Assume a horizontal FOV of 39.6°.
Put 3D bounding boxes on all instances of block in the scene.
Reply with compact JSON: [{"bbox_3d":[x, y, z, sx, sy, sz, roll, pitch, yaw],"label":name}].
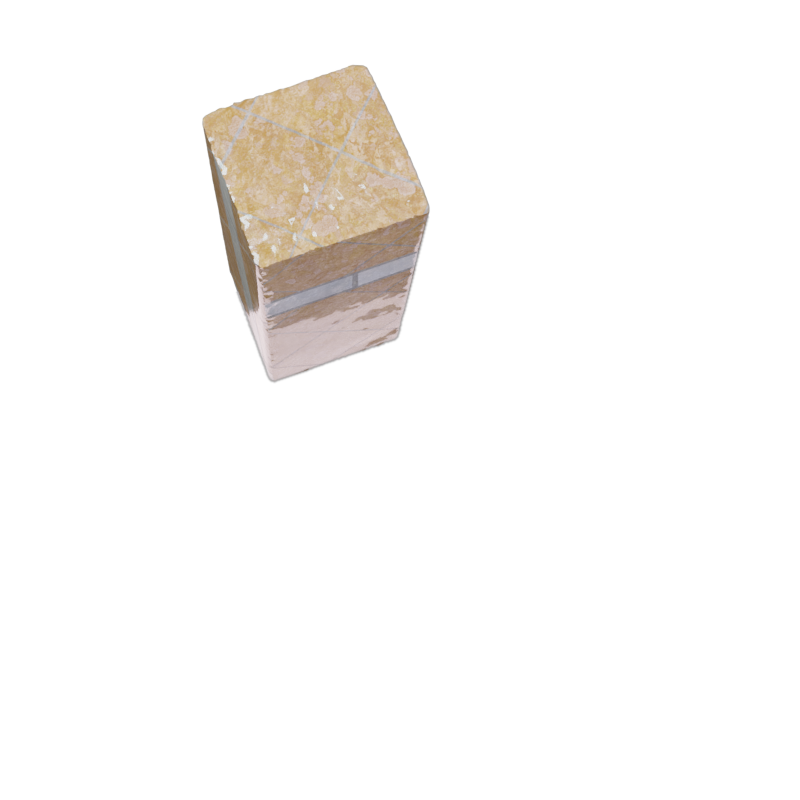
[{"bbox_3d":[-0.049,-0.091,0.632,0.090,0.094,0.198,-20,-13,-9],"label":"block"}]
